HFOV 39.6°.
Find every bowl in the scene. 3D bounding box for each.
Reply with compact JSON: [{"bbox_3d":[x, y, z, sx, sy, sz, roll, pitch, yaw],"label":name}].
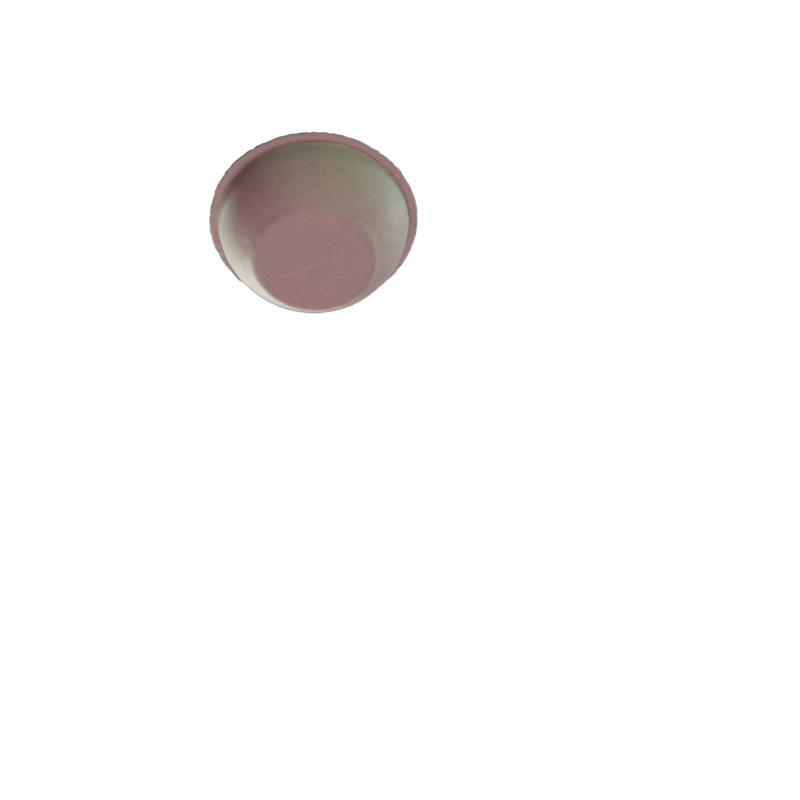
[{"bbox_3d":[-0.066,-0.120,0.838,0.162,0.151,0.059,1,38,-1],"label":"bowl"}]
